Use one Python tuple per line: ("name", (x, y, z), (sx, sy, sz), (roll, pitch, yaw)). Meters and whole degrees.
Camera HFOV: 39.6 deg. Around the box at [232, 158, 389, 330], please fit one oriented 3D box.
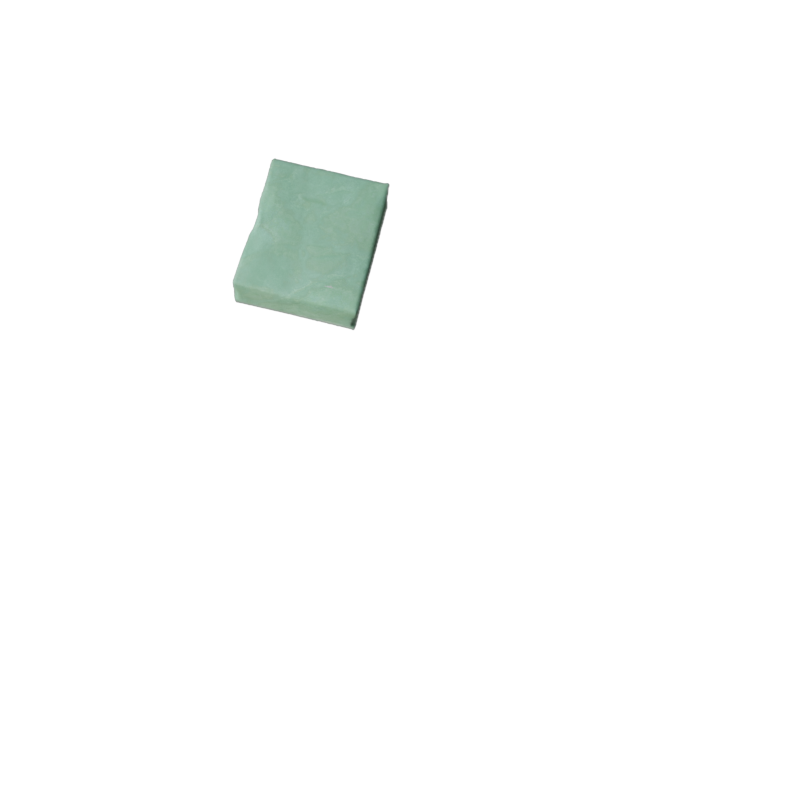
("box", (-0.051, -0.093, 0.650), (0.074, 0.093, 0.028), (13, -25, 5))
